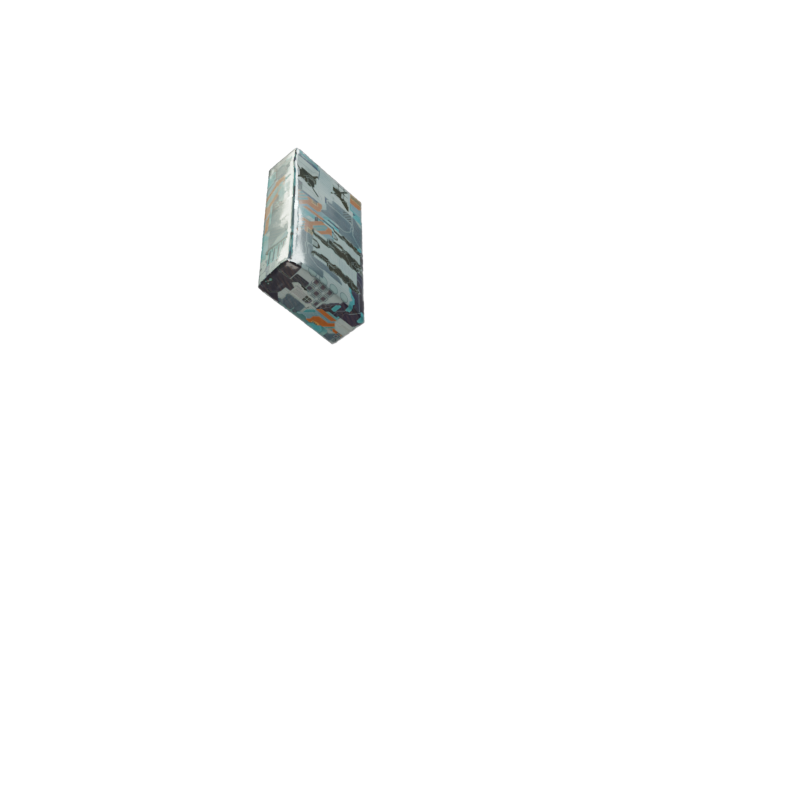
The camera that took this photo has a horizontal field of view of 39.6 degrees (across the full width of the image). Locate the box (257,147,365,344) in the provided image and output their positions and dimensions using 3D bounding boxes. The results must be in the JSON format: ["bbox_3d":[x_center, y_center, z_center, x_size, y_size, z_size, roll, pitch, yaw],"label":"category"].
[{"bbox_3d":[-0.078,-0.142,0.994,0.047,0.189,0.088,-38,-58,25],"label":"box"}]
